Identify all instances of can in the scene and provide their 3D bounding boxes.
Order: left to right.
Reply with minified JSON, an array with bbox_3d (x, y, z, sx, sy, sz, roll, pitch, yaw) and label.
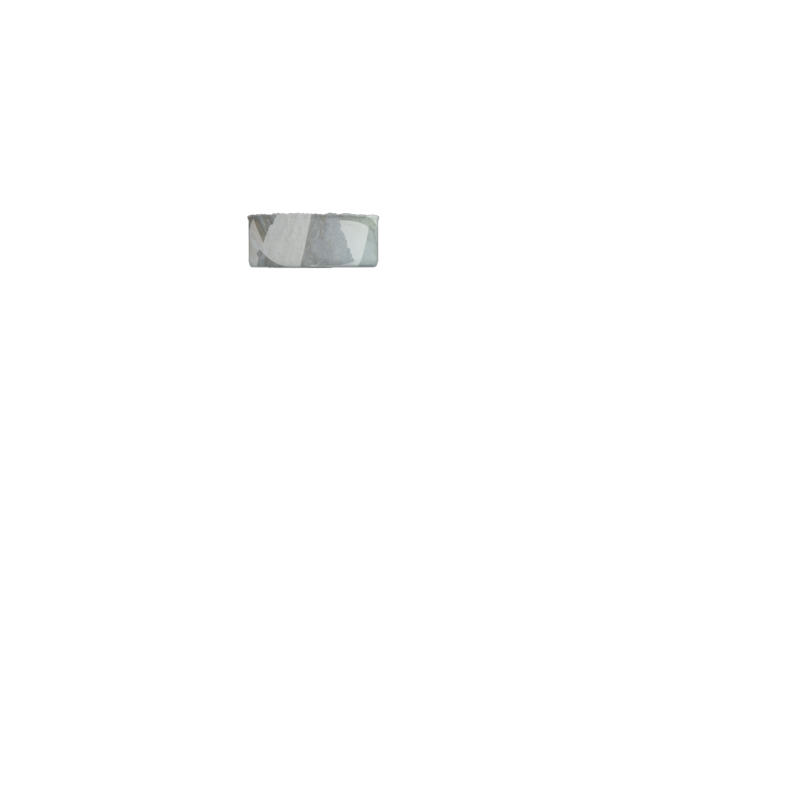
[{"bbox_3d":[-0.056,-0.103,0.719,0.086,0.033,0.086,0,5,-2],"label":"can"}]
